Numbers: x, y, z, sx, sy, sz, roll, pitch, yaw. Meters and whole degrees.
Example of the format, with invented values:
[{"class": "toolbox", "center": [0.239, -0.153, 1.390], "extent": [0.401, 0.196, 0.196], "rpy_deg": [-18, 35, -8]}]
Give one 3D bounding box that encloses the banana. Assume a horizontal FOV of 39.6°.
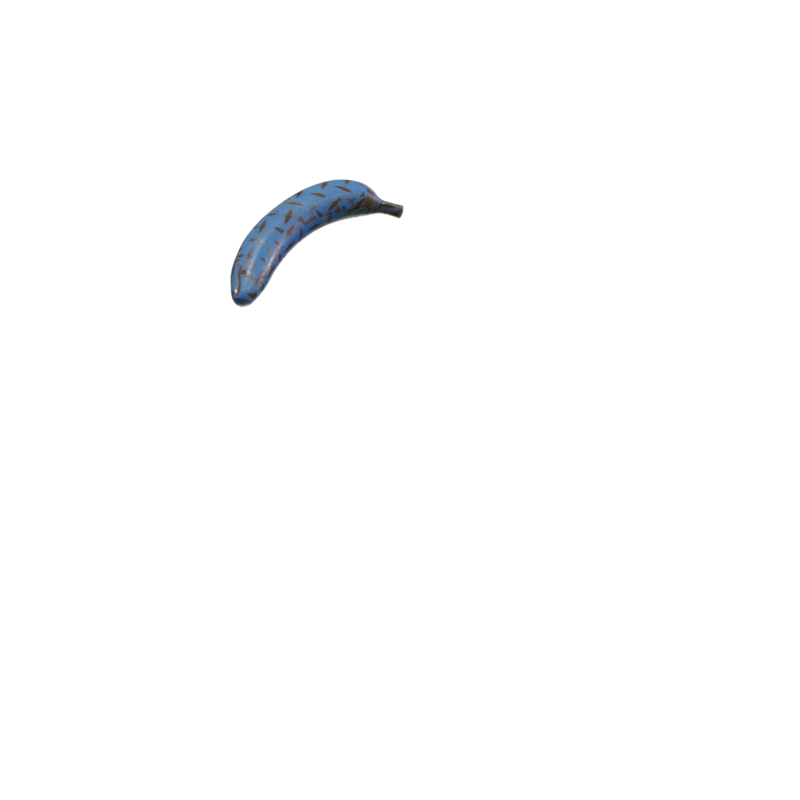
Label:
[{"class": "banana", "center": [-0.085, -0.148, 0.965], "extent": [0.074, 0.034, 0.199], "rpy_deg": [33, 52, 30]}]
